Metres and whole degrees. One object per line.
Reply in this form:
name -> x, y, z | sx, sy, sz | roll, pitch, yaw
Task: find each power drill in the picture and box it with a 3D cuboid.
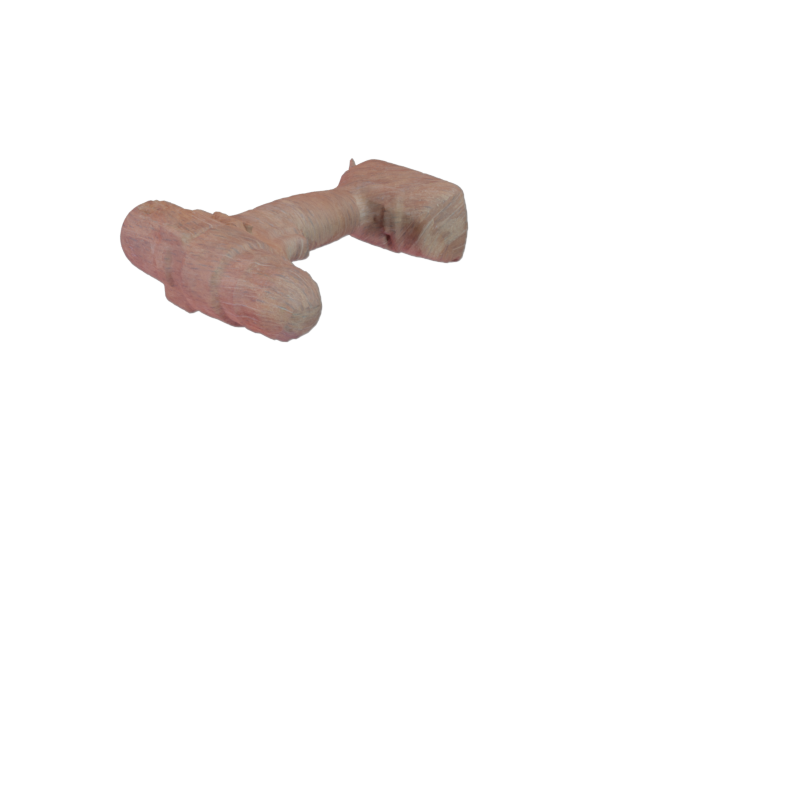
power drill -> -0.052, -0.095, 0.667 | 0.184, 0.055, 0.197 | -18, 31, -33
